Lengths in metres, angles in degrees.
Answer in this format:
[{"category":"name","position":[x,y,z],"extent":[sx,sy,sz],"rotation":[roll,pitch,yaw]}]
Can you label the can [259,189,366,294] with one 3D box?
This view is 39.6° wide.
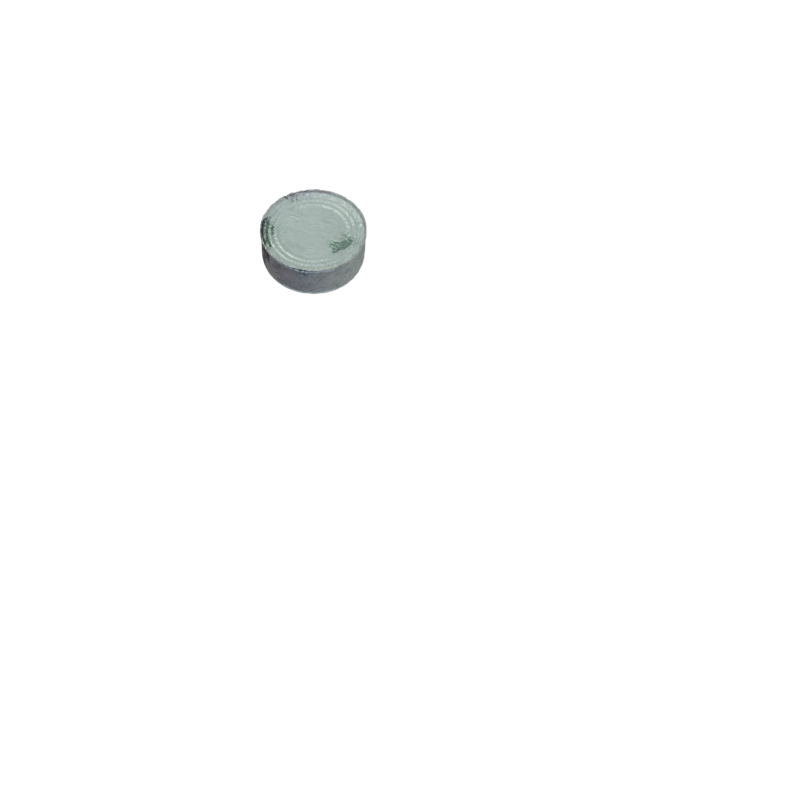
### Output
[{"category":"can","position":[-0.070,-0.128,0.898],"extent":[0.086,0.092,0.031],"rotation":[-1,-36,-1]}]
